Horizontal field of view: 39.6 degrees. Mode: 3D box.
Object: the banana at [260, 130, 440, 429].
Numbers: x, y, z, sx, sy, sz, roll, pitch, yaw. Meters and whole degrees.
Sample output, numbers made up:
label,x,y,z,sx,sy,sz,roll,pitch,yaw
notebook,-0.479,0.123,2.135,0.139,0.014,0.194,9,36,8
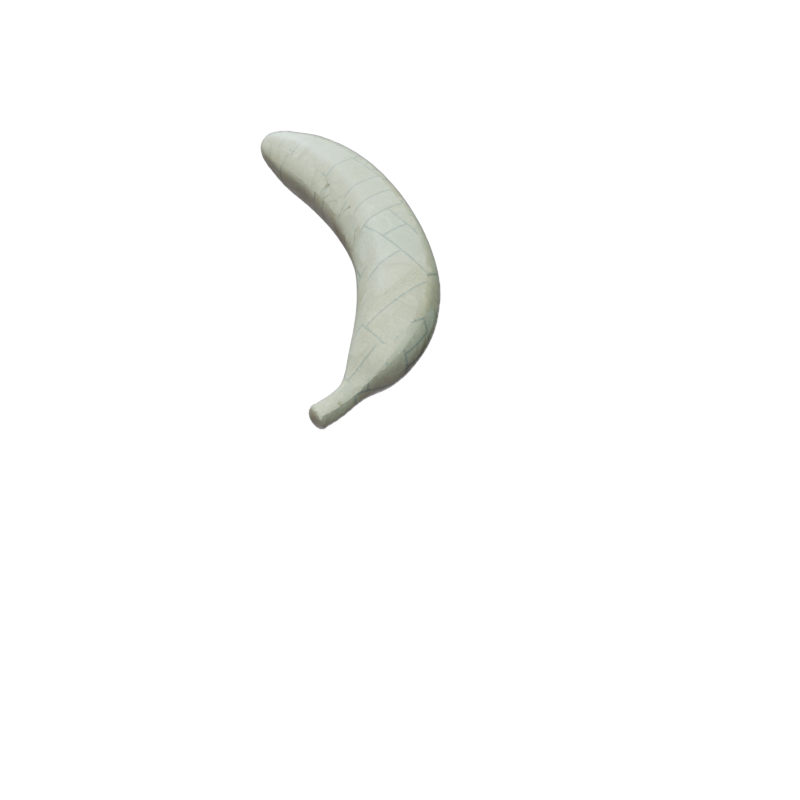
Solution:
label,x,y,z,sx,sy,sz,roll,pitch,yaw
banana,-0.022,-0.074,0.523,0.069,0.034,0.214,-7,45,-8
